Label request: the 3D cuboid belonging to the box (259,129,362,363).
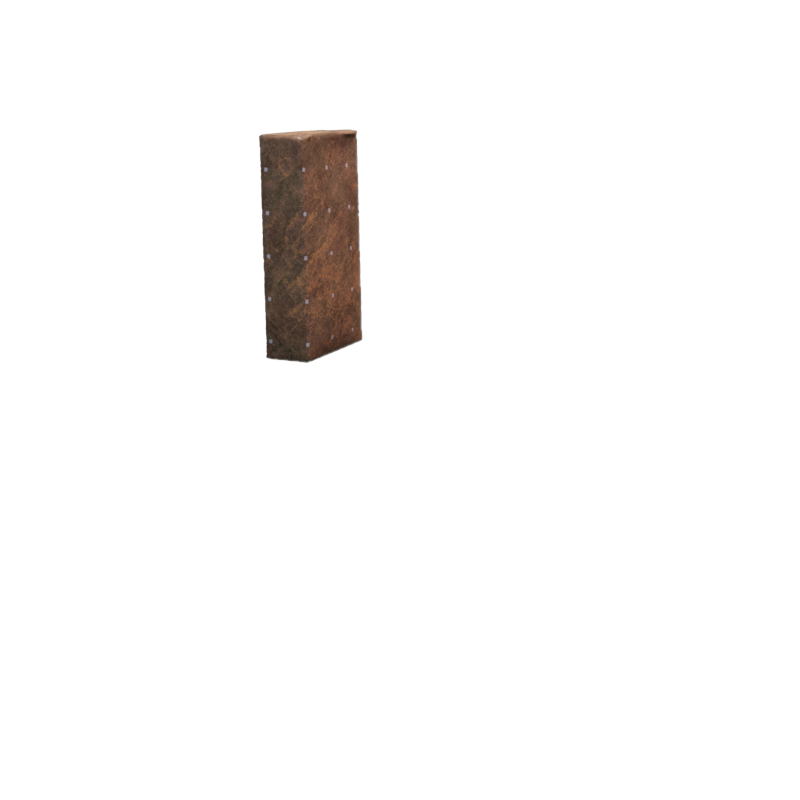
[{"bbox_3d":[-0.069,-0.126,0.886,0.050,0.172,0.092,6,12,27],"label":"box"}]
